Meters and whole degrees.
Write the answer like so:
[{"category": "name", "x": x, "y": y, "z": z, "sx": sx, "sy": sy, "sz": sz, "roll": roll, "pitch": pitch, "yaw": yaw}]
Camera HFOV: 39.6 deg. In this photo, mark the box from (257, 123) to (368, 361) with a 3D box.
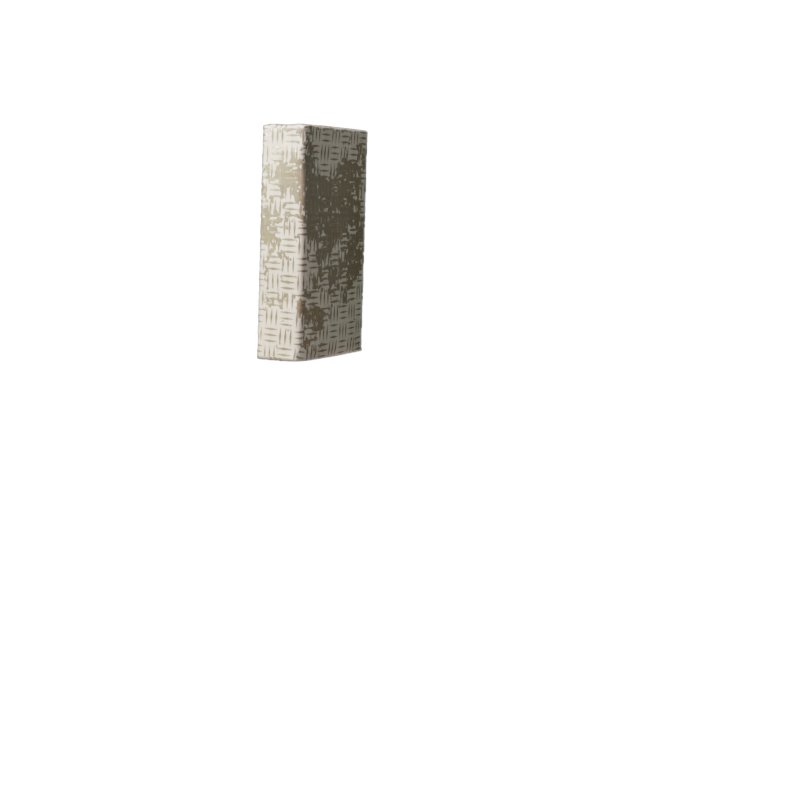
[{"category": "box", "x": -0.067, "y": -0.121, "z": 0.850, "sx": 0.050, "sy": 0.175, "sz": 0.090, "roll": 1, "pitch": 3, "yaw": 31}]
